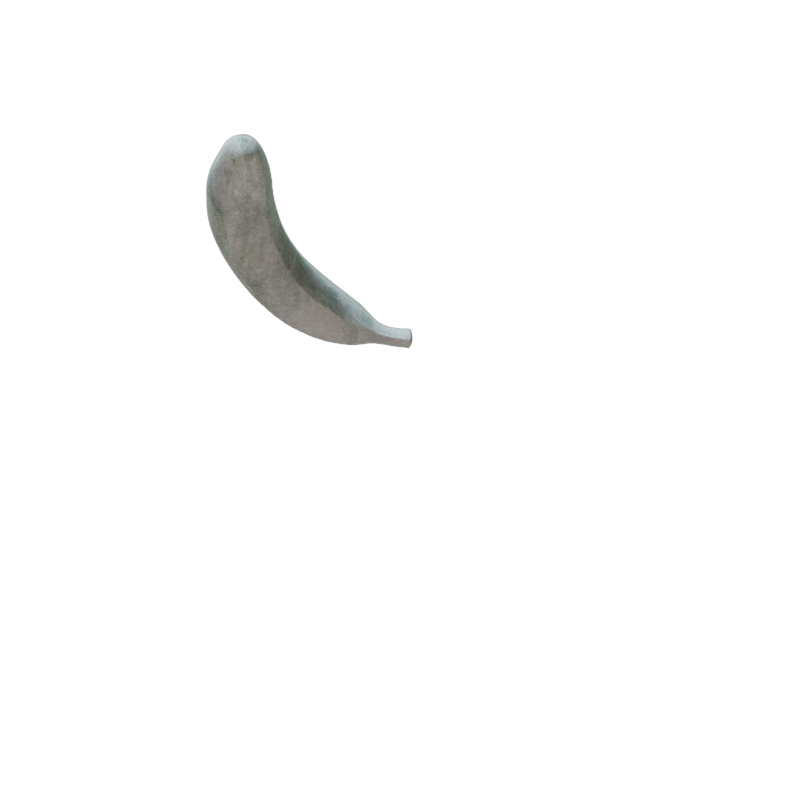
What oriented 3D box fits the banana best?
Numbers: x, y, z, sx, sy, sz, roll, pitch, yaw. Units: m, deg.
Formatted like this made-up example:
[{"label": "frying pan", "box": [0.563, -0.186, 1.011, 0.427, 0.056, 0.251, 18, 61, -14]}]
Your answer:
[{"label": "banana", "box": [-0.063, -0.081, 0.618, 0.070, 0.039, 0.183, -16, -35, 22]}]
